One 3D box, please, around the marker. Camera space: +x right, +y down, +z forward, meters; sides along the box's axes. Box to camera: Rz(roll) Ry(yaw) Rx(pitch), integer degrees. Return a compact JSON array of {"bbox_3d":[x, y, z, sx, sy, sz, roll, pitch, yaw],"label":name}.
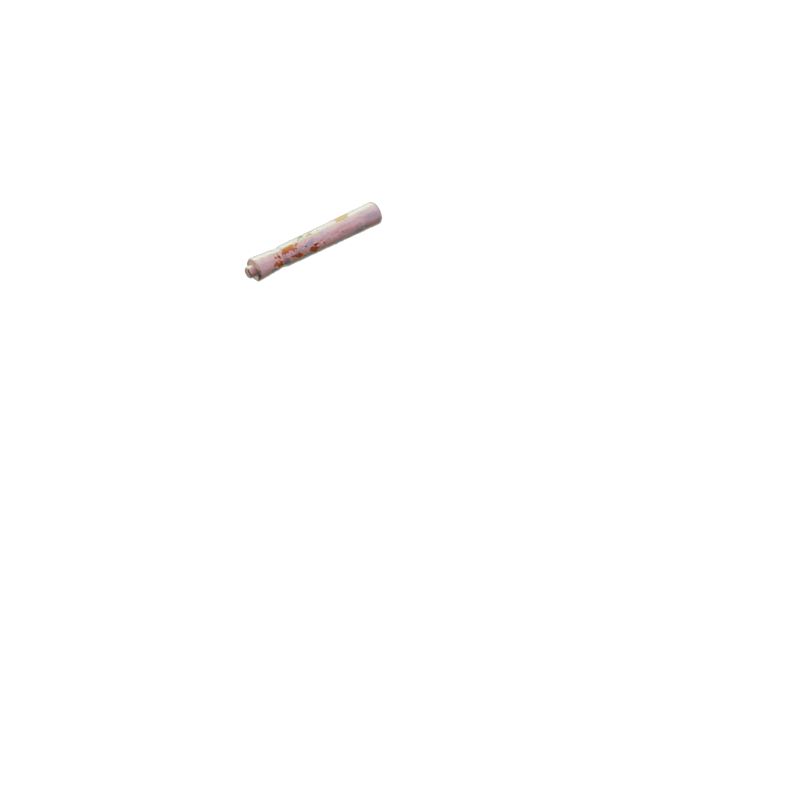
[{"bbox_3d":[-0.066,-0.121,0.847,0.121,0.019,0.020,-30,18,-27],"label":"marker"}]
